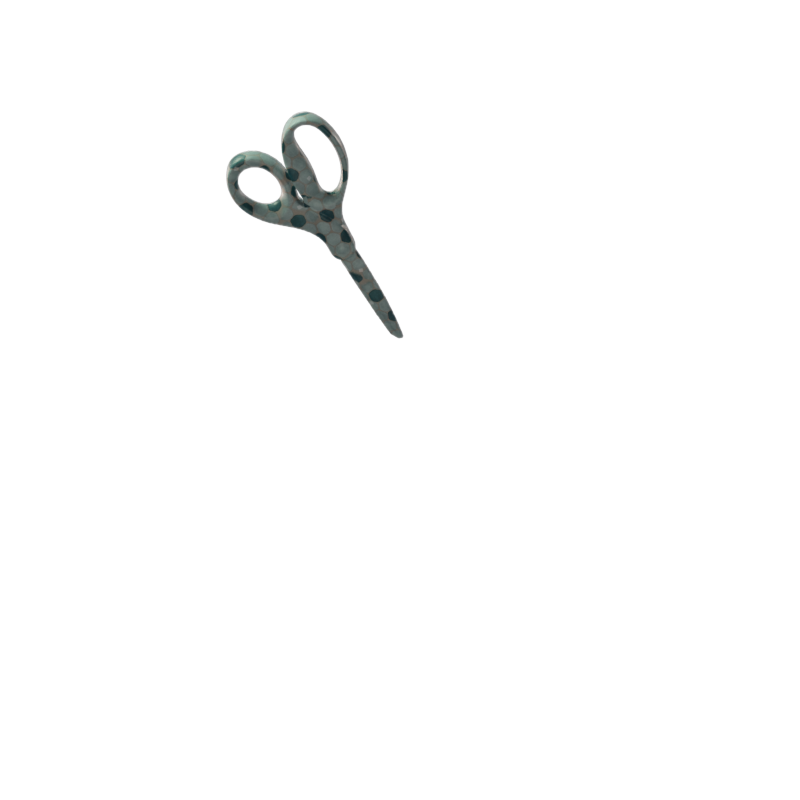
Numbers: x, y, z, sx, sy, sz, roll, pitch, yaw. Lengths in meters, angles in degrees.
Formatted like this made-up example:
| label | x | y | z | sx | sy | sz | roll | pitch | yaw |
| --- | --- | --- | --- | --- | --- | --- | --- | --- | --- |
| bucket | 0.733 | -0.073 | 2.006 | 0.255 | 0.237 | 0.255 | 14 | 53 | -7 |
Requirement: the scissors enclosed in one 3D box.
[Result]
| label | x | y | z | sx | sy | sz | roll | pitch | yaw |
| --- | --- | --- | --- | --- | --- | --- | --- | --- | --- |
| scissors | -0.063 | -0.116 | 0.809 | 0.097 | 0.188 | 0.017 | -10 | 34 | 6 |
